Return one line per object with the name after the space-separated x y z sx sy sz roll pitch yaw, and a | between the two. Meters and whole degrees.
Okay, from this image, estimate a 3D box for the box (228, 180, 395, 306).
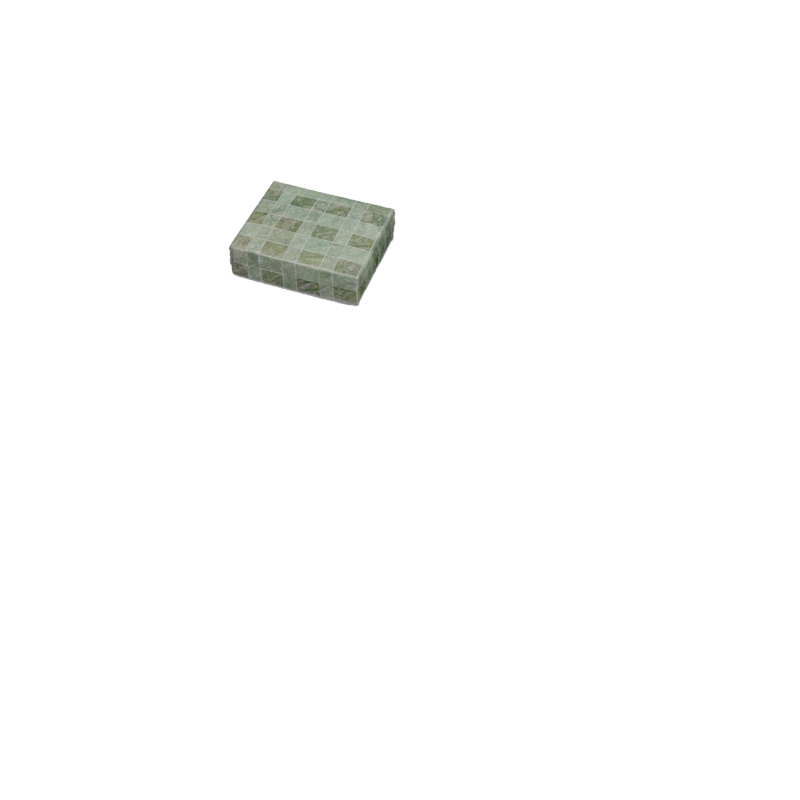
-0.071 -0.129 0.907 0.117 0.094 0.036 16 -41 14 | box
